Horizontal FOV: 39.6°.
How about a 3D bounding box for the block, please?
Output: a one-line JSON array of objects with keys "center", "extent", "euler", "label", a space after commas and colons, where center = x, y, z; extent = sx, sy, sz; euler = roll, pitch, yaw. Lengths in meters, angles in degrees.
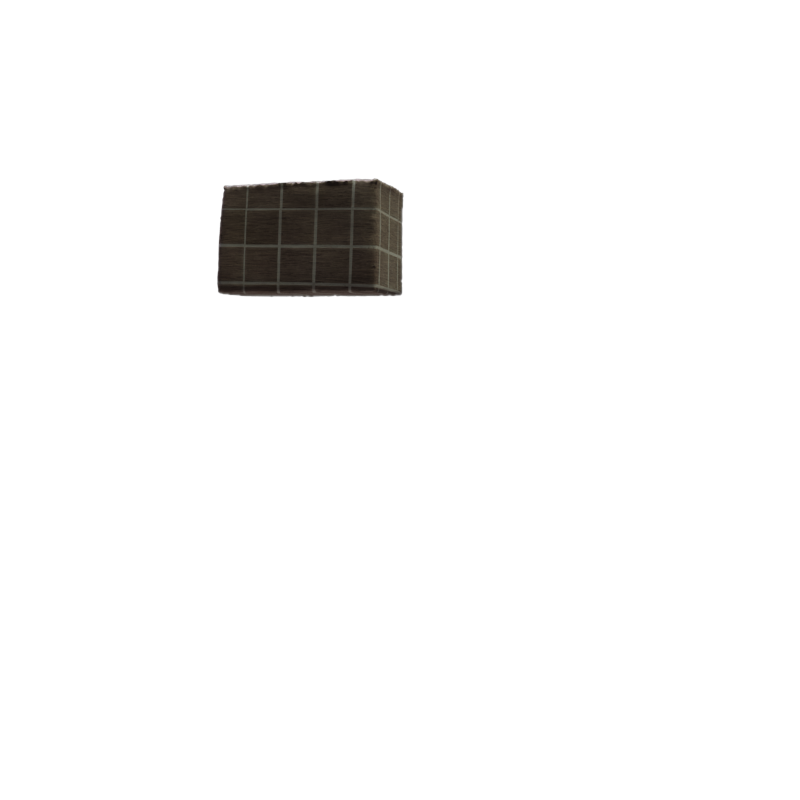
[{"center": [-0.041, -0.076, 0.530], "extent": [0.080, 0.052, 0.051], "euler": [0, -1, 17], "label": "block"}]
